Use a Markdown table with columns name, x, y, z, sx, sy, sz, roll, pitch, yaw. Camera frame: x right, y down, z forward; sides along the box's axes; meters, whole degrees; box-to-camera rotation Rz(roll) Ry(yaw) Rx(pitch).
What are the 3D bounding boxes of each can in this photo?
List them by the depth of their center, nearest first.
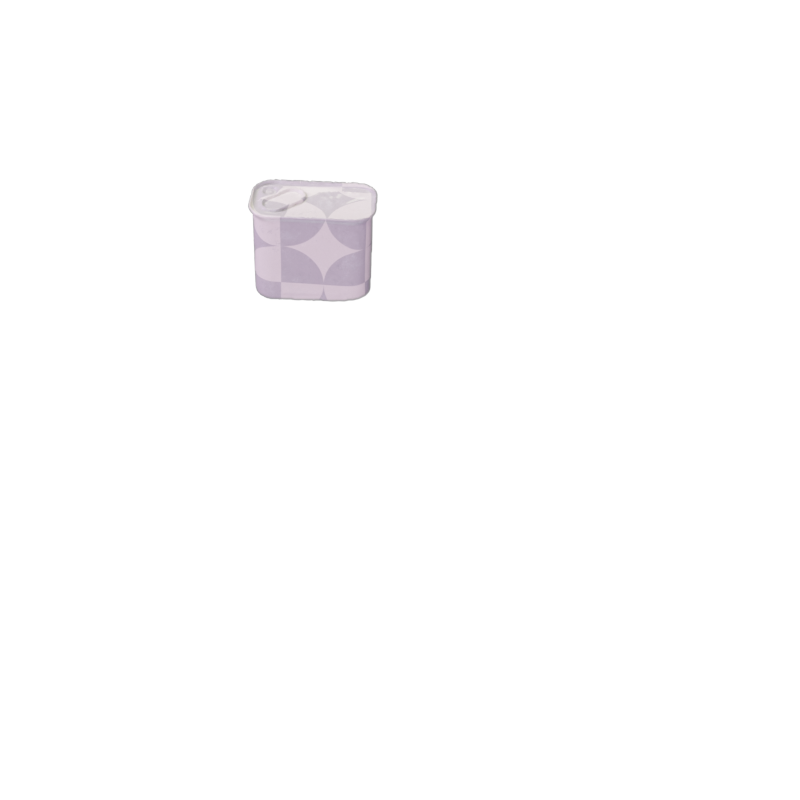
| name | x | y | z | sx | sy | sz | roll | pitch | yaw |
| --- | --- | --- | --- | --- | --- | --- | --- | --- | --- |
| can | -0.071 | -0.129 | 0.906 | 0.102 | 0.078 | 0.061 | 3 | 38 | 2 |
